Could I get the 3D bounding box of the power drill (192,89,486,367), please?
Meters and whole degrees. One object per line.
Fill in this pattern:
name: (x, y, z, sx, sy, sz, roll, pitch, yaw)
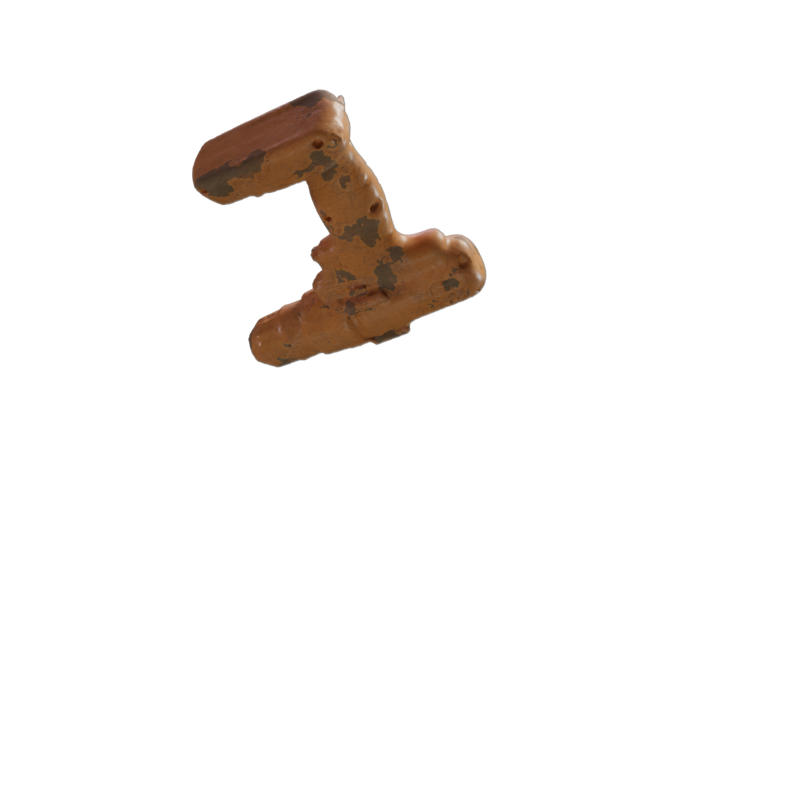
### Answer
power drill: (-0.059, -0.107, 0.751, 0.185, 0.062, 0.174, -22, -49, 20)
